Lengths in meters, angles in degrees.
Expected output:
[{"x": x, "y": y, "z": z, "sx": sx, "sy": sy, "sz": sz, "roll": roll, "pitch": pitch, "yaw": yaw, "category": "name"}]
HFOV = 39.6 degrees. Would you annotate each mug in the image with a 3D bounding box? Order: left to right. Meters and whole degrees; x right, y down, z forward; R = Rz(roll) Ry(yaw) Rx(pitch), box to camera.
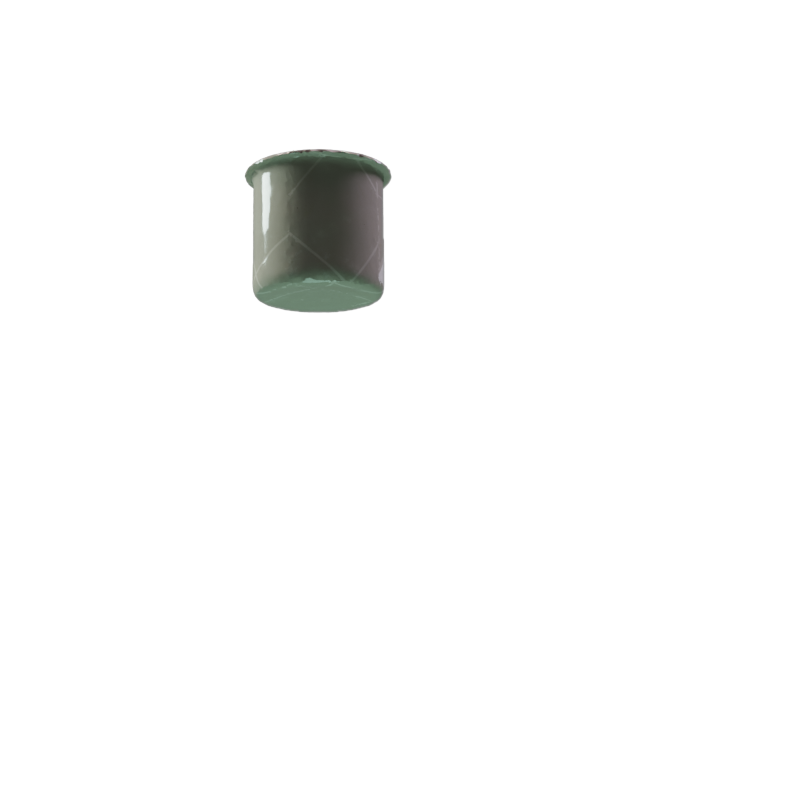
[{"x": -0.055, "y": -0.101, "z": 0.704, "sx": 0.091, "sy": 0.084, "sz": 0.116, "roll": 4, "pitch": -12, "yaw": -18, "category": "mug"}]
